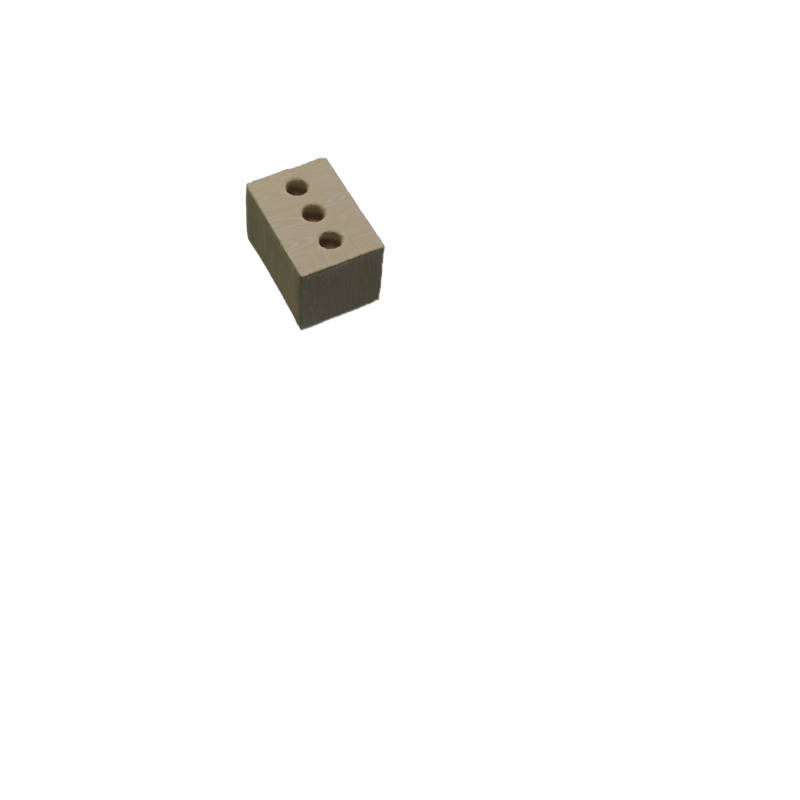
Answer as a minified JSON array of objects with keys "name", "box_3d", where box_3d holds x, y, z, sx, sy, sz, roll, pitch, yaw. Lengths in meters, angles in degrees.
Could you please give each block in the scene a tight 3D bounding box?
[{"name":"block","box_3d":[-0.050,-0.090,0.633,0.052,0.084,0.048,-22,-33,-17]}]
